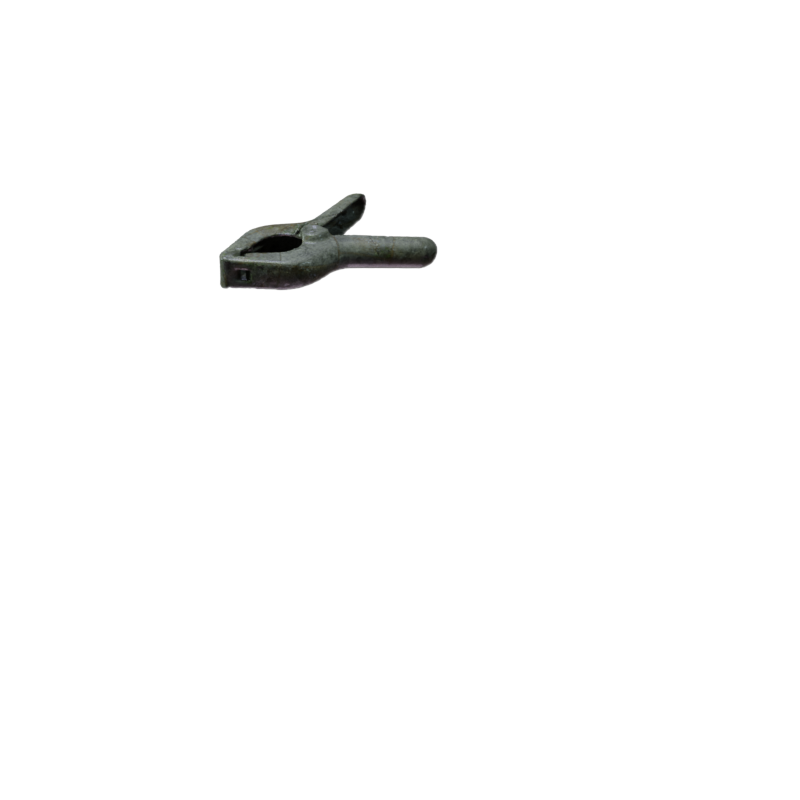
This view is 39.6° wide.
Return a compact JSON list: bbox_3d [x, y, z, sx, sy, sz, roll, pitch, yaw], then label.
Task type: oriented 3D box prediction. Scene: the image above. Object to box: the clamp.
[{"bbox_3d":[-0.070,-0.128,0.895,0.168,0.037,0.129,-11,28,-20],"label":"clamp"}]
